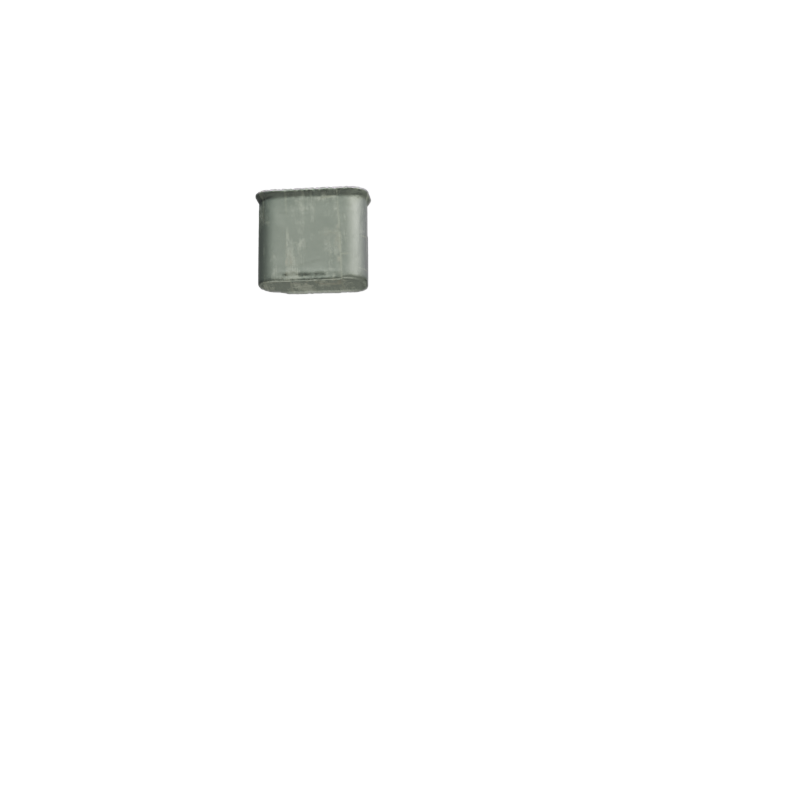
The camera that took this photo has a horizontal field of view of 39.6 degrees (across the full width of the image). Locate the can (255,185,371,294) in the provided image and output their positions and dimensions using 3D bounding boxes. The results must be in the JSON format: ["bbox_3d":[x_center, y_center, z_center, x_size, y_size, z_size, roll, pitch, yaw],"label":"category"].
[{"bbox_3d":[-0.077,-0.141,0.985,0.103,0.087,0.055,-2,-14,7],"label":"can"}]
